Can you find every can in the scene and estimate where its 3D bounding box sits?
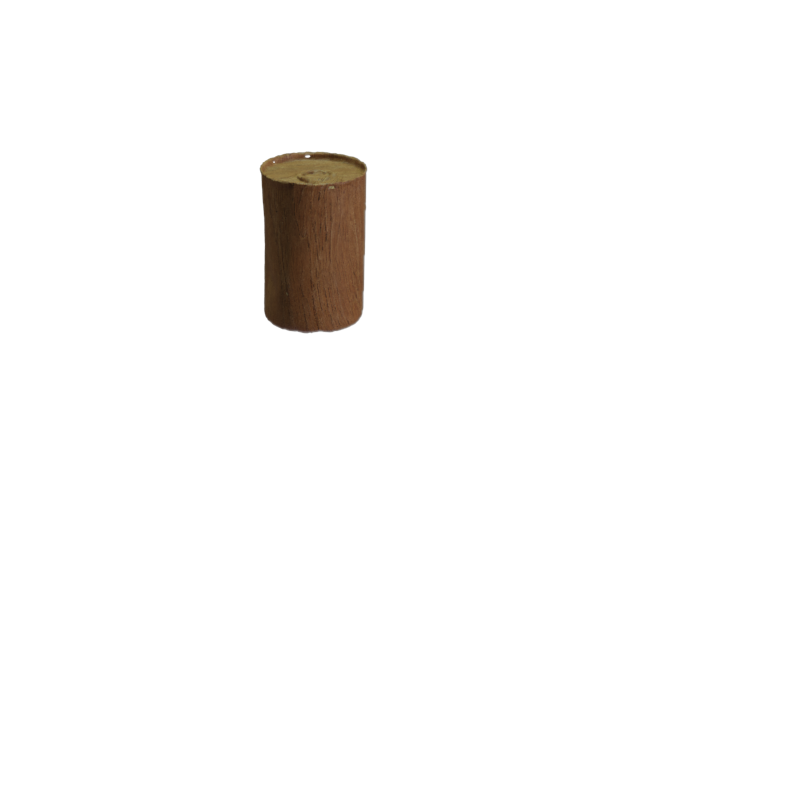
[{"bbox_3d":[-0.056,-0.102,0.717,0.068,0.097,0.072,0,24,-2],"label":"can"}]
